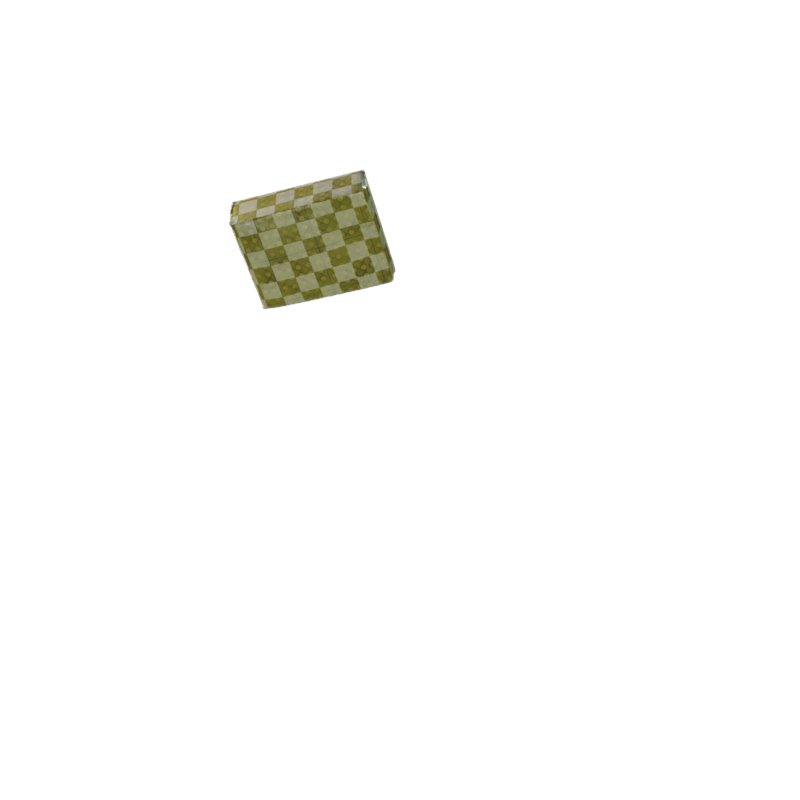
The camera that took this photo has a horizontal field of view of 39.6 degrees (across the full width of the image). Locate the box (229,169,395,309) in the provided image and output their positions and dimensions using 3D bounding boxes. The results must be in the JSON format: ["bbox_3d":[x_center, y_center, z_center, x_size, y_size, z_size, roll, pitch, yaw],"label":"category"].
[{"bbox_3d":[-0.069,-0.126,0.884,0.114,0.084,0.041,-13,34,8],"label":"box"}]
